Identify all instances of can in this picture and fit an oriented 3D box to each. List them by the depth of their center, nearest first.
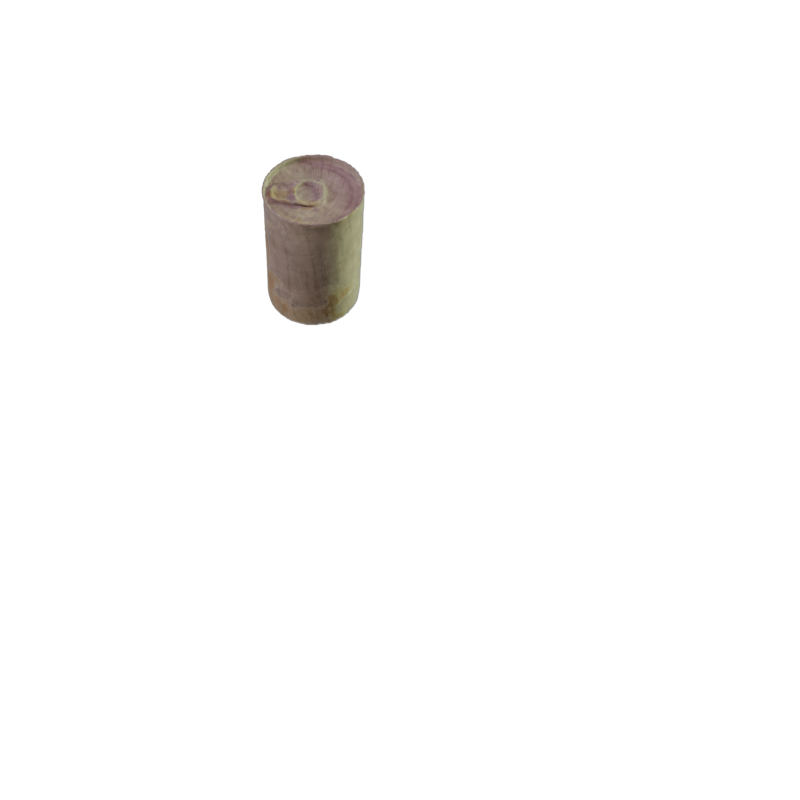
[{"bbox_3d":[-0.060,-0.109,0.761,0.068,0.074,0.095,0,-40,-3],"label":"can"}]
